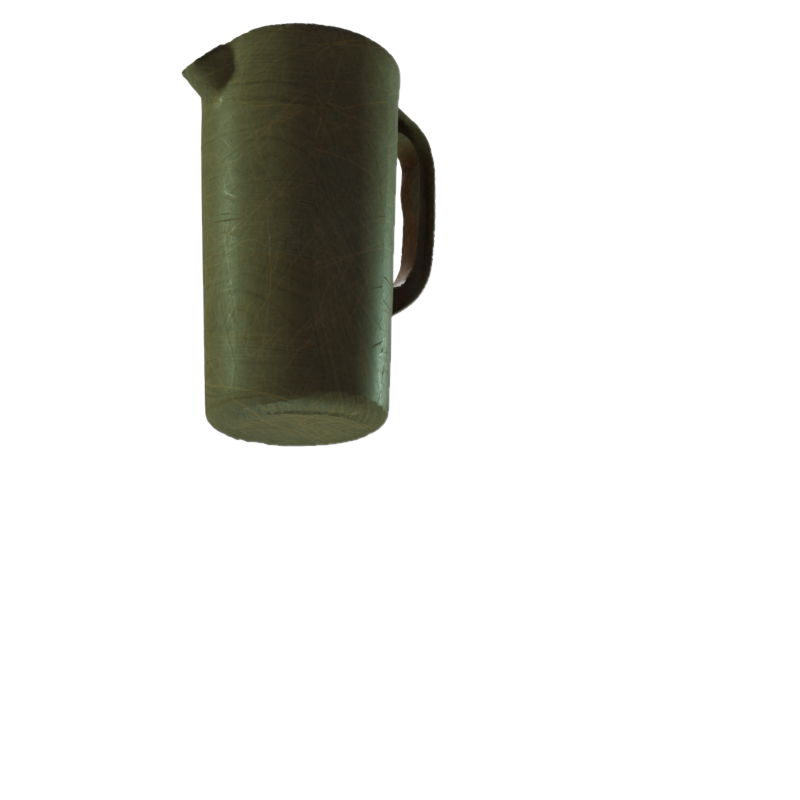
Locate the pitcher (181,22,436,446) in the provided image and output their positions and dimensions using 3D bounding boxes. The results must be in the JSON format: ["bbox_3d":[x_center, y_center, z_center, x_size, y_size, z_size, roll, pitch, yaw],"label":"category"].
[{"bbox_3d":[-0.054,-0.099,0.695,0.151,0.255,0.137,-4,-20,7],"label":"pitcher"}]
